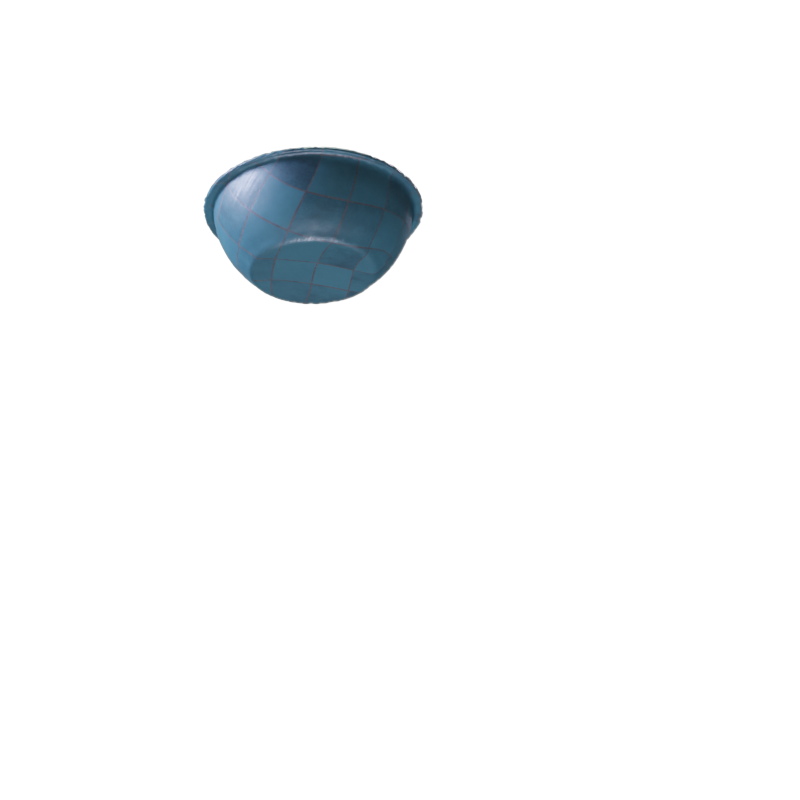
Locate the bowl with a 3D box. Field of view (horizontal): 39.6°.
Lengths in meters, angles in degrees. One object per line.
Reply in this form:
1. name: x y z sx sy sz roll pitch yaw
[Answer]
1. bowl: -0.063 -0.115 0.806 0.162 0.058 0.153 1 -27 -2
